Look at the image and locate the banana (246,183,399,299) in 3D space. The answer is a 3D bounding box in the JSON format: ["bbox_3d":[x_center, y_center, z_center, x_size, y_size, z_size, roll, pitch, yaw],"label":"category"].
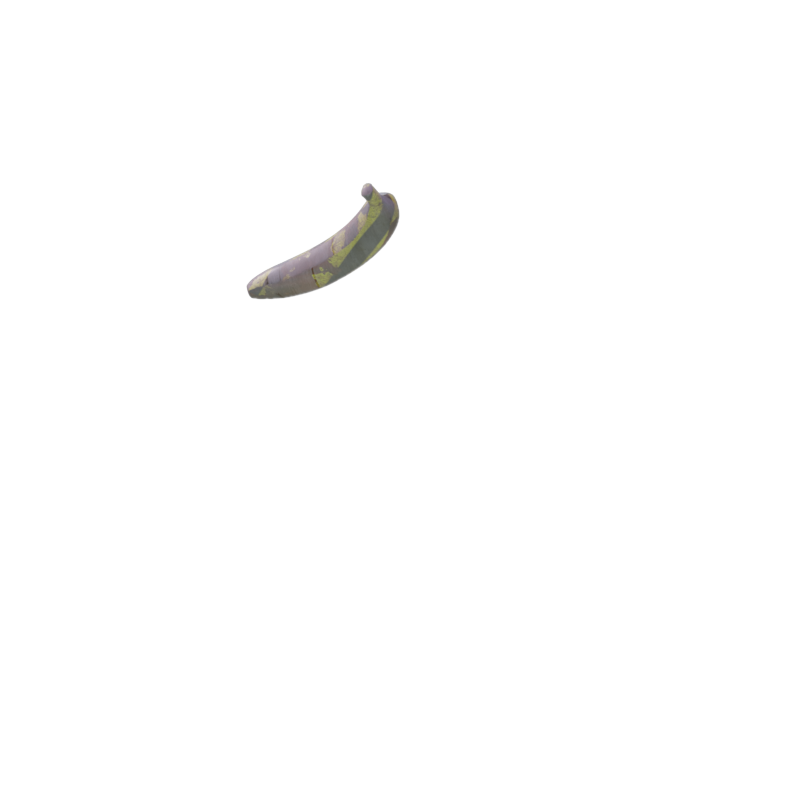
[{"bbox_3d":[-0.059,-0.136,0.978,0.066,0.039,0.195,21,-36,-31],"label":"banana"}]
